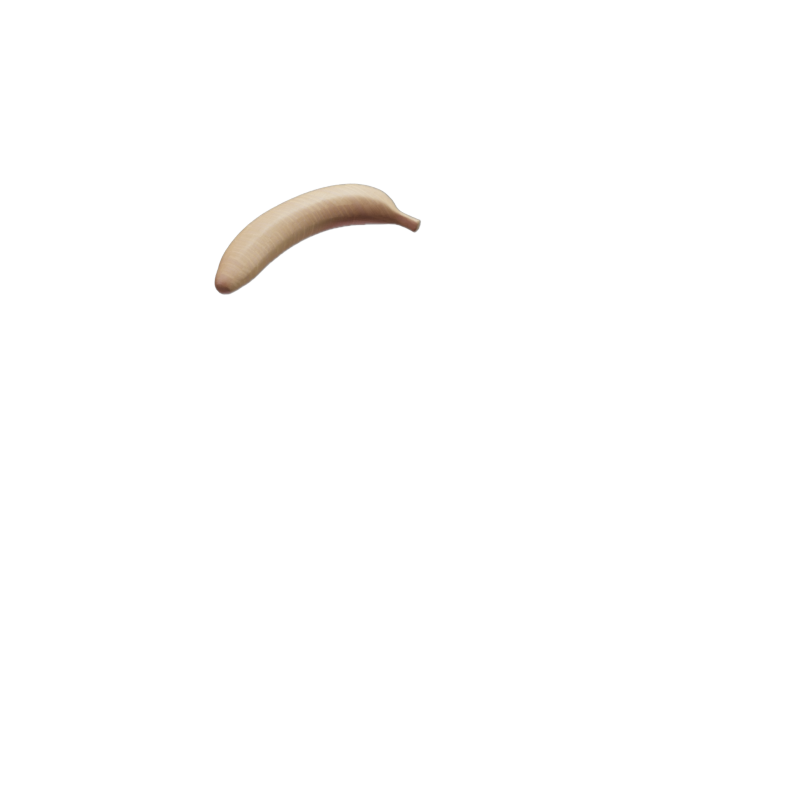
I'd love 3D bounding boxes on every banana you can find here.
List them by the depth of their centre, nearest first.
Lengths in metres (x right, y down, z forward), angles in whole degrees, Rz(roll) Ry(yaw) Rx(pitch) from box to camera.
[{"bbox_3d":[-0.080,-0.147,0.950,0.196,0.034,0.075,-23,48,-23],"label":"banana"}]
